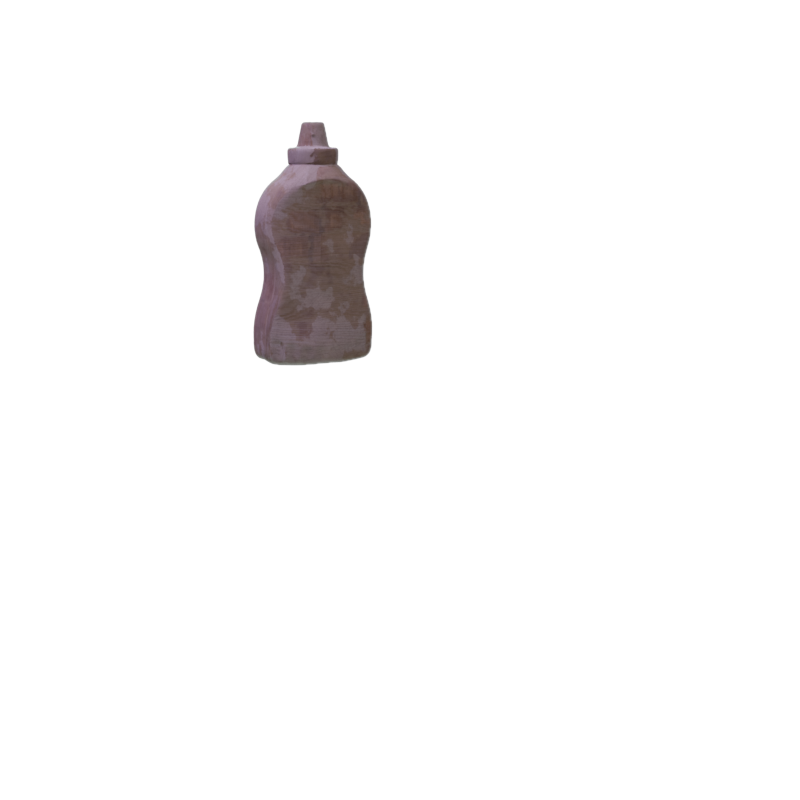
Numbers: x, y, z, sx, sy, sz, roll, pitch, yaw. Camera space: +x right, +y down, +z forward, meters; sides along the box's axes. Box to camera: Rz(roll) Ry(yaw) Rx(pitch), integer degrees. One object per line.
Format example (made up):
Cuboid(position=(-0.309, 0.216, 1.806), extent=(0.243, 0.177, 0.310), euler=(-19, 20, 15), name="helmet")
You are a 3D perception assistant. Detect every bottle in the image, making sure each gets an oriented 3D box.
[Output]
Cuboid(position=(-0.070, -0.128, 0.895), extent=(0.093, 0.189, 0.061), euler=(-3, 6, -25), name="bottle")
